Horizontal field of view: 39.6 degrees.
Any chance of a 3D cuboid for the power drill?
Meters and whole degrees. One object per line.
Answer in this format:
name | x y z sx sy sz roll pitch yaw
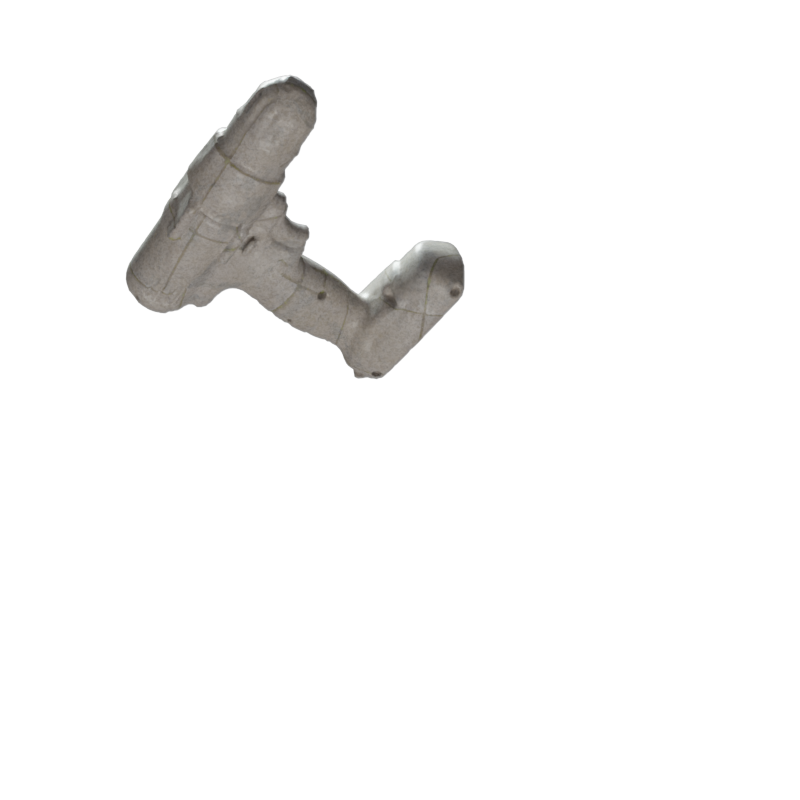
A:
power drill | -0.054 -0.099 0.696 0.179 0.062 0.180 27 -53 -23
